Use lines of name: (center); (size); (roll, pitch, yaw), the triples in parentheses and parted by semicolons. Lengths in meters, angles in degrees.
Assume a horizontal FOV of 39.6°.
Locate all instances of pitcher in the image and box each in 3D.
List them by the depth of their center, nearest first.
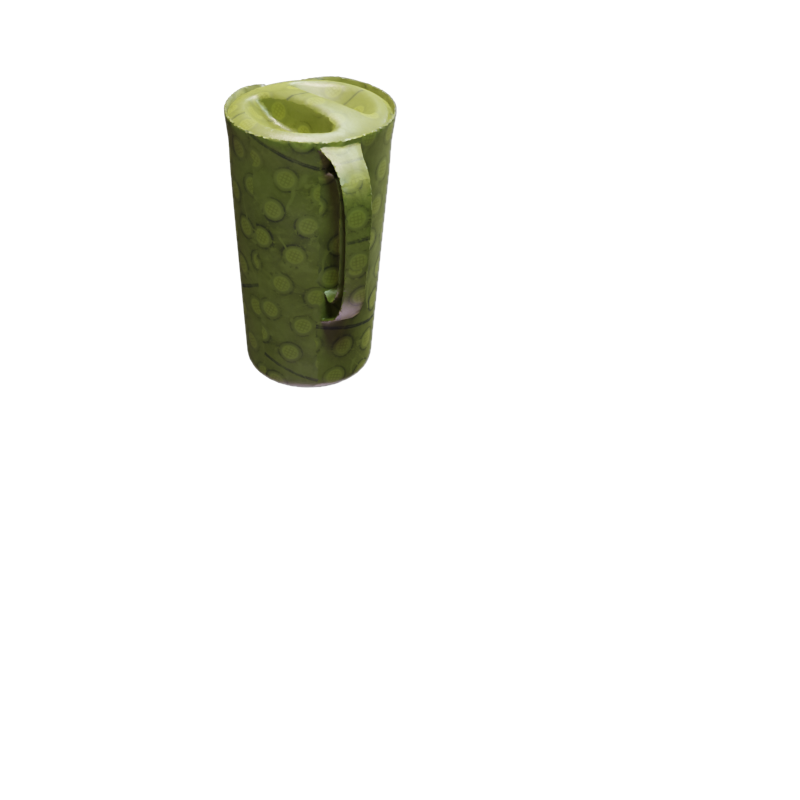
pitcher: (-0.070, -0.128, 0.900); (0.150, 0.228, 0.154); (14, 35, 17)
